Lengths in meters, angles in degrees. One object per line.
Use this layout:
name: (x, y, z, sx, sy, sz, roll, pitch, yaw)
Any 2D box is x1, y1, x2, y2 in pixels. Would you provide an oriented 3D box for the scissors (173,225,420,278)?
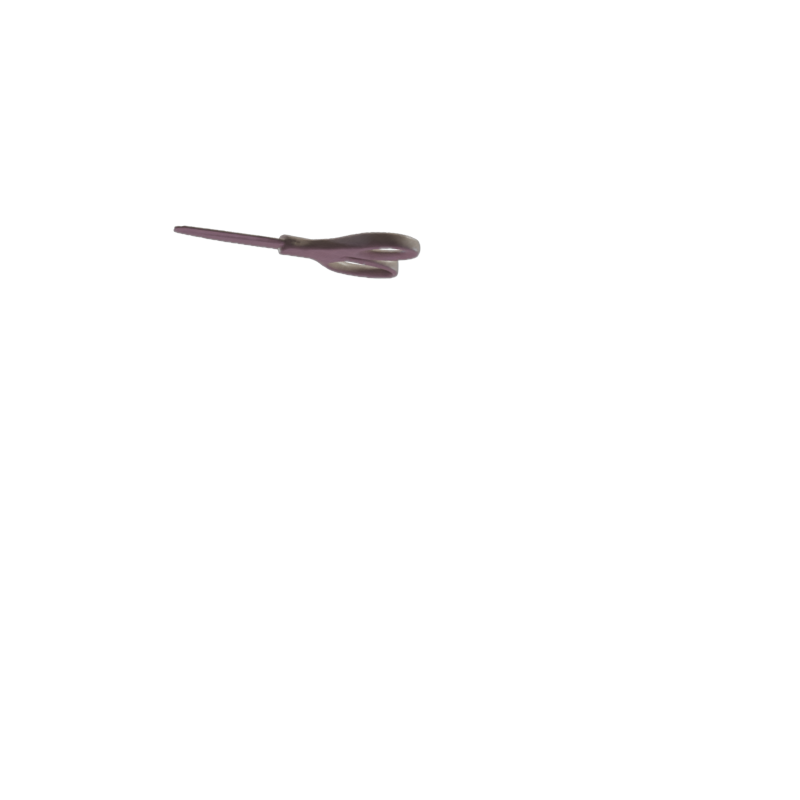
scissors: (-0.068, -0.125, 0.874, 0.191, 0.016, 0.098, 10, -15, -40)
